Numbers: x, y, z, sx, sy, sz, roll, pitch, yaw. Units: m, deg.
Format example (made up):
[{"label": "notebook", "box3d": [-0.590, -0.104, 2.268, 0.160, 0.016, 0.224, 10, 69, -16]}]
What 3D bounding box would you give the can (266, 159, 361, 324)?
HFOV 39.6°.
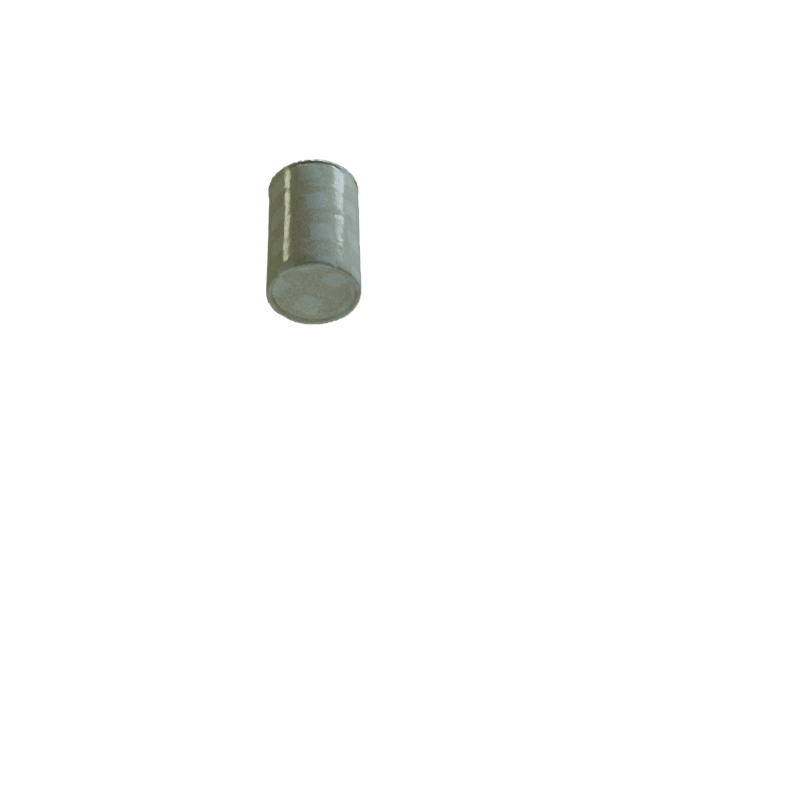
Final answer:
[{"label": "can", "box3d": [-0.062, -0.114, 0.796, 0.068, 0.110, 0.064, -1, -39, -3]}]
